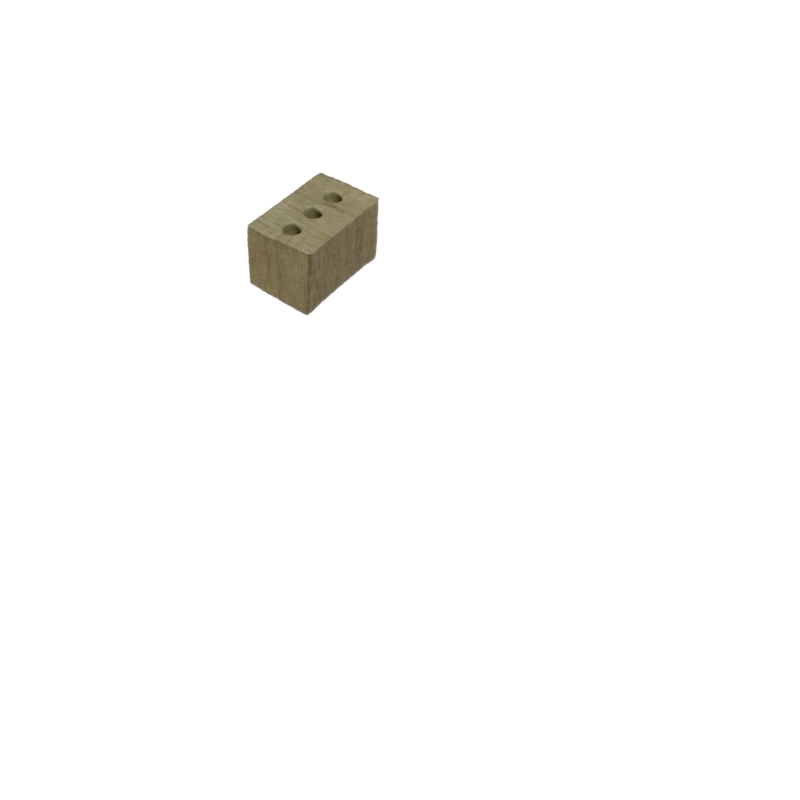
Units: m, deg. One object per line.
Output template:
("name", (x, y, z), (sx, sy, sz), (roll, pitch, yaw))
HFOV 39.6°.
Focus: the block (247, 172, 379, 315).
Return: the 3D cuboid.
("block", (-0.058, -0.105, 0.737), (0.056, 0.048, 0.079), (26, 49, 24))
